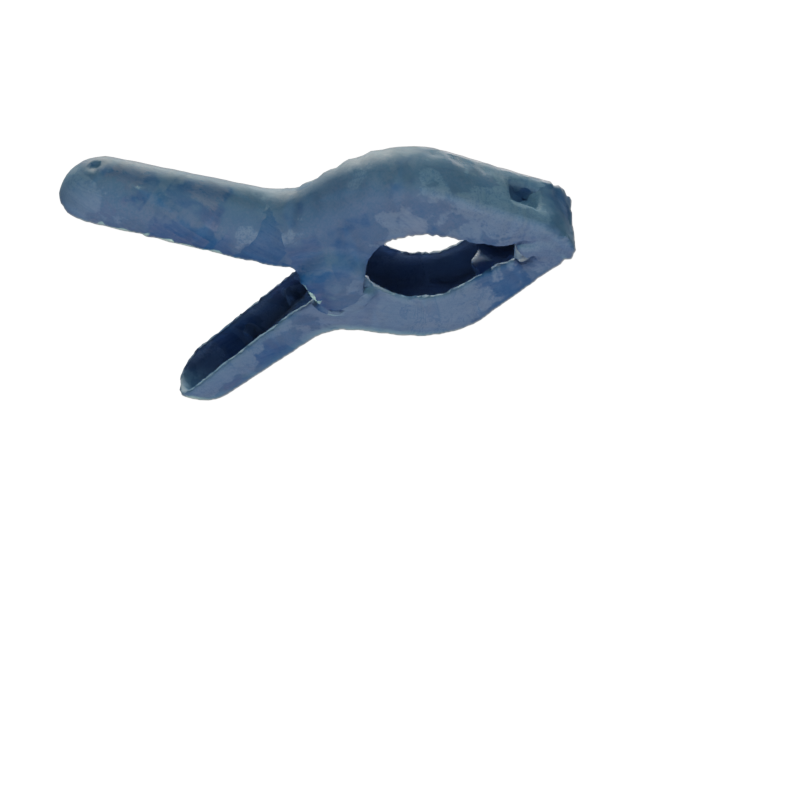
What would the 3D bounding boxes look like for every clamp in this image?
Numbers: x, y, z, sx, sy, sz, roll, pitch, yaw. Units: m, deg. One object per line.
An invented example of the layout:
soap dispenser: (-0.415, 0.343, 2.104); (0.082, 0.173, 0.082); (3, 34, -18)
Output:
clamp: (-0.030, -0.055, 0.387); (0.173, 0.042, 0.111); (-15, -39, 20)
